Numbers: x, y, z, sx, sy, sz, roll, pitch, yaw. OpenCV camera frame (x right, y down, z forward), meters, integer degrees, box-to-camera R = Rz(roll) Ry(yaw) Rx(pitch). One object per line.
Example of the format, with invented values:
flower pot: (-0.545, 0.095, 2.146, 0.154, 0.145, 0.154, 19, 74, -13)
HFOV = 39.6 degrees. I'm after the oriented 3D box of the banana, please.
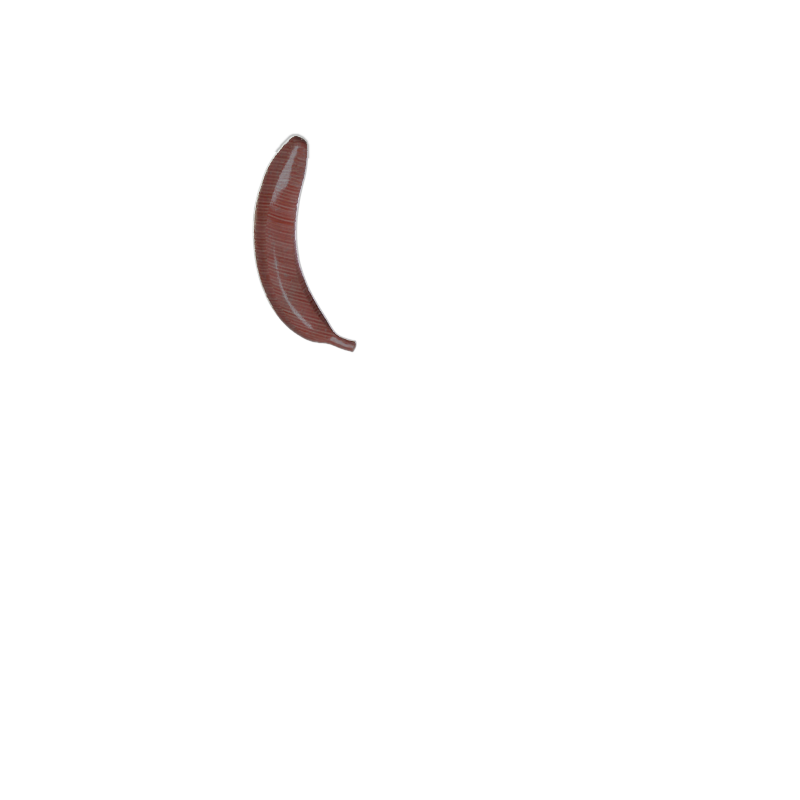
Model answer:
banana: (-0.091, -0.127, 0.941, 0.070, 0.187, 0.039, -12, 23, 4)
